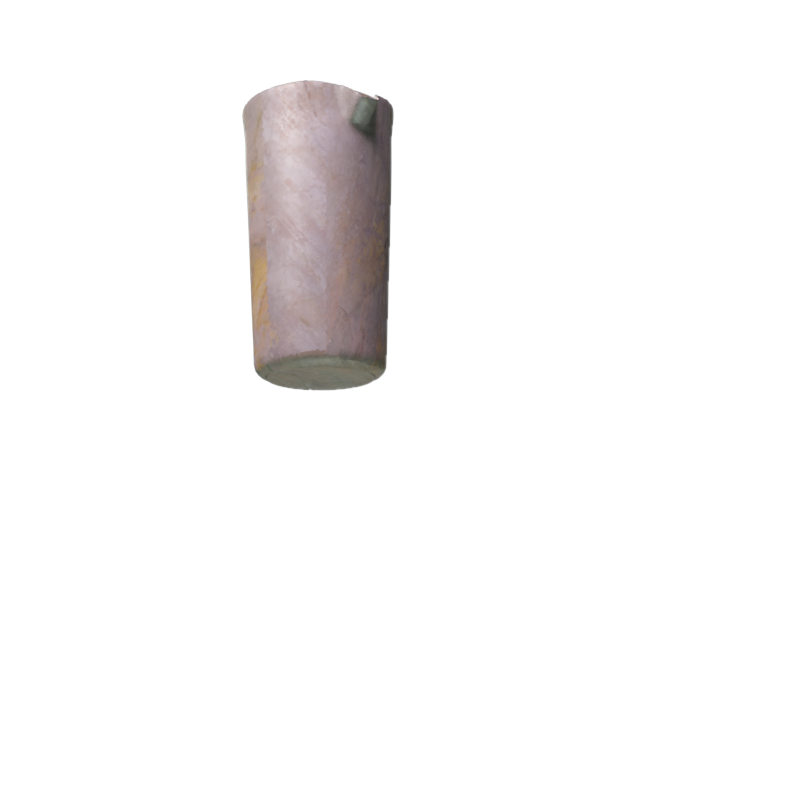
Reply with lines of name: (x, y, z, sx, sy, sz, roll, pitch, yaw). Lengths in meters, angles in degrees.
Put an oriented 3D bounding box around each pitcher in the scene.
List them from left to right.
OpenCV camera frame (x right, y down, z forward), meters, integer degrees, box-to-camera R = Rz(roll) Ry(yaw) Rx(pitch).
pitcher: (-0.074, -0.135, 0.944, 0.147, 0.254, 0.141, -4, -17, 10)
